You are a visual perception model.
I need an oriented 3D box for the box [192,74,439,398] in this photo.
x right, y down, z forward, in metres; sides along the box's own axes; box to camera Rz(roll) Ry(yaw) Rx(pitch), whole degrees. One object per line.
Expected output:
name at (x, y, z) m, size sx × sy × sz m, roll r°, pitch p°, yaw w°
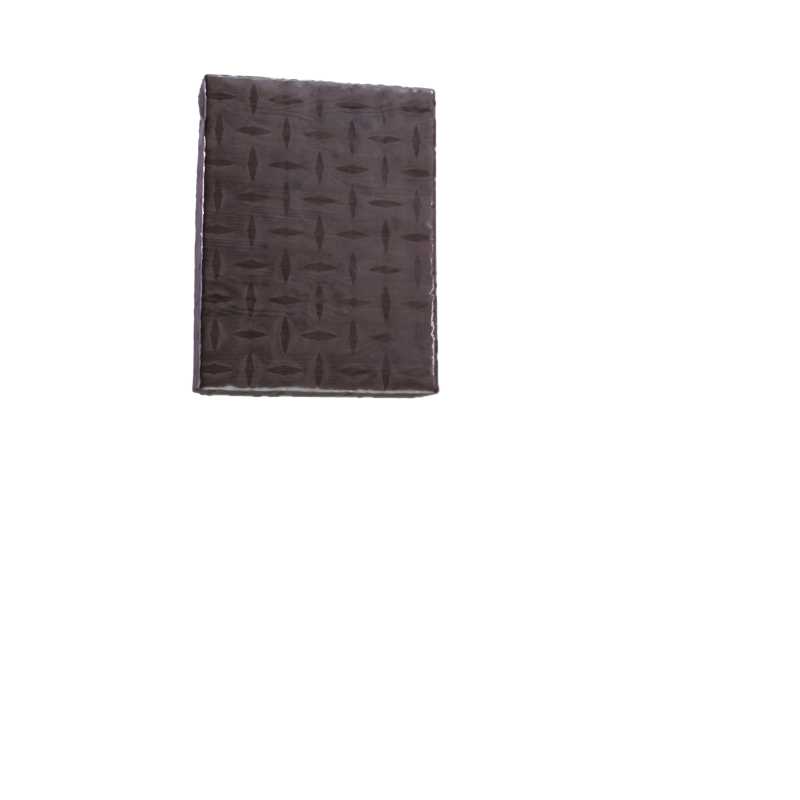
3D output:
box at (-0.060, -0.110, 0.771) m, size 0.161 × 0.219 × 0.071 m, roll 1°, pitch -10°, yaw -12°
